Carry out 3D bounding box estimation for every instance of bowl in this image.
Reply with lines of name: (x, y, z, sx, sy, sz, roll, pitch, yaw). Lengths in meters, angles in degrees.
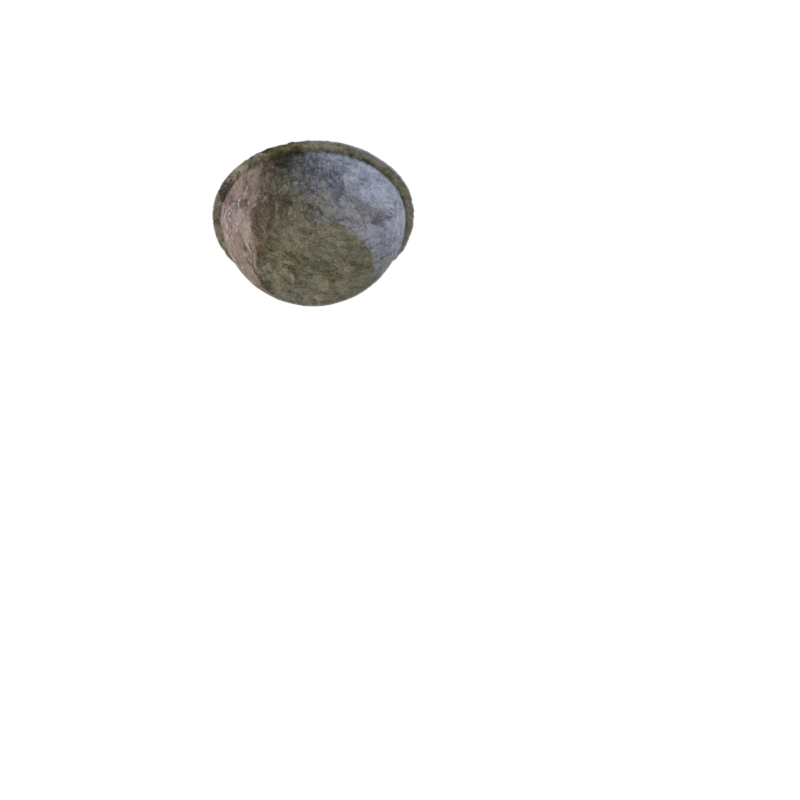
bowl: (-0.068, -0.124, 0.866, 0.162, 0.059, 0.151, 1, -42, -1)
